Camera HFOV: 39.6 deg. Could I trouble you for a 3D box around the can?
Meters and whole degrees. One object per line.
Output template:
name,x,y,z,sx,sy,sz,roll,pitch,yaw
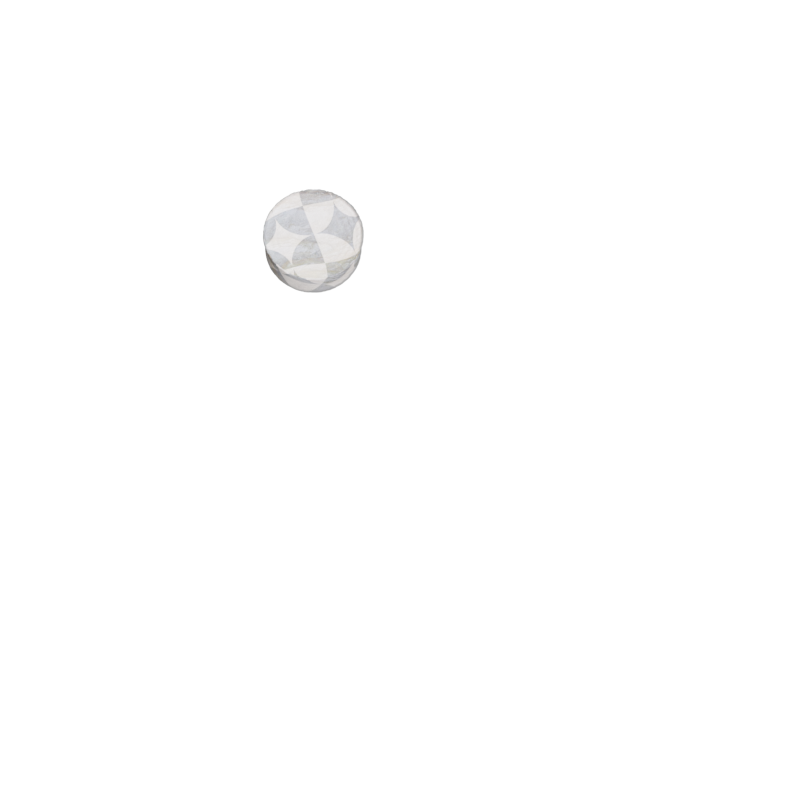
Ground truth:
can,-0.075,-0.137,0.958,0.086,0.091,0.032,-1,-23,-1
